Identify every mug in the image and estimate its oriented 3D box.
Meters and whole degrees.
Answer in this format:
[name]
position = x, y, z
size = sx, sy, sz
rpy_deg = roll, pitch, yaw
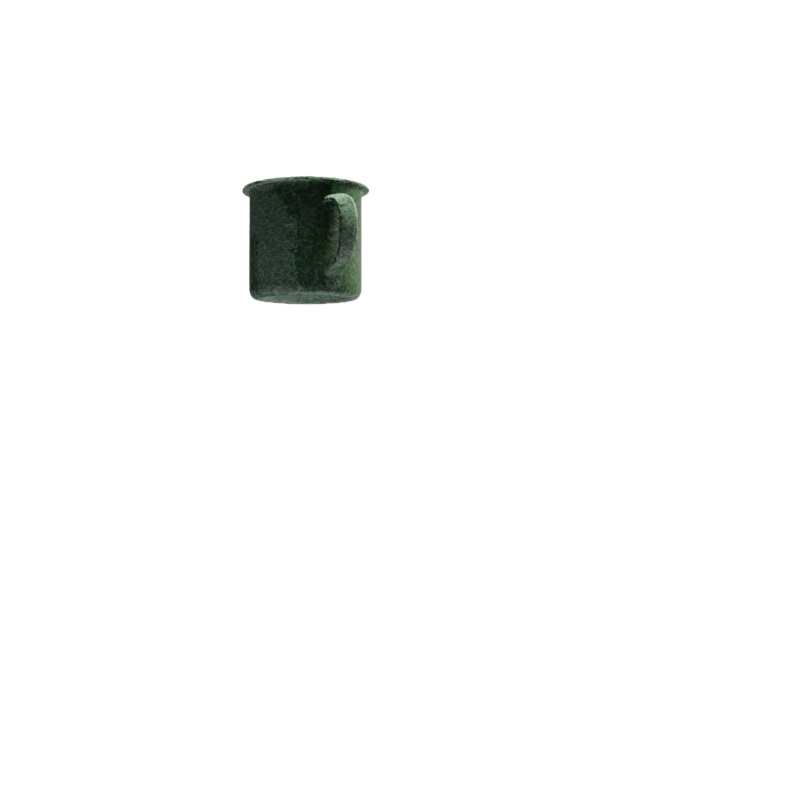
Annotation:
[mug]
position = -0.062, -0.113, 0.794
size = 0.090, 0.083, 0.120
rpy_deg = 3, -4, -31
